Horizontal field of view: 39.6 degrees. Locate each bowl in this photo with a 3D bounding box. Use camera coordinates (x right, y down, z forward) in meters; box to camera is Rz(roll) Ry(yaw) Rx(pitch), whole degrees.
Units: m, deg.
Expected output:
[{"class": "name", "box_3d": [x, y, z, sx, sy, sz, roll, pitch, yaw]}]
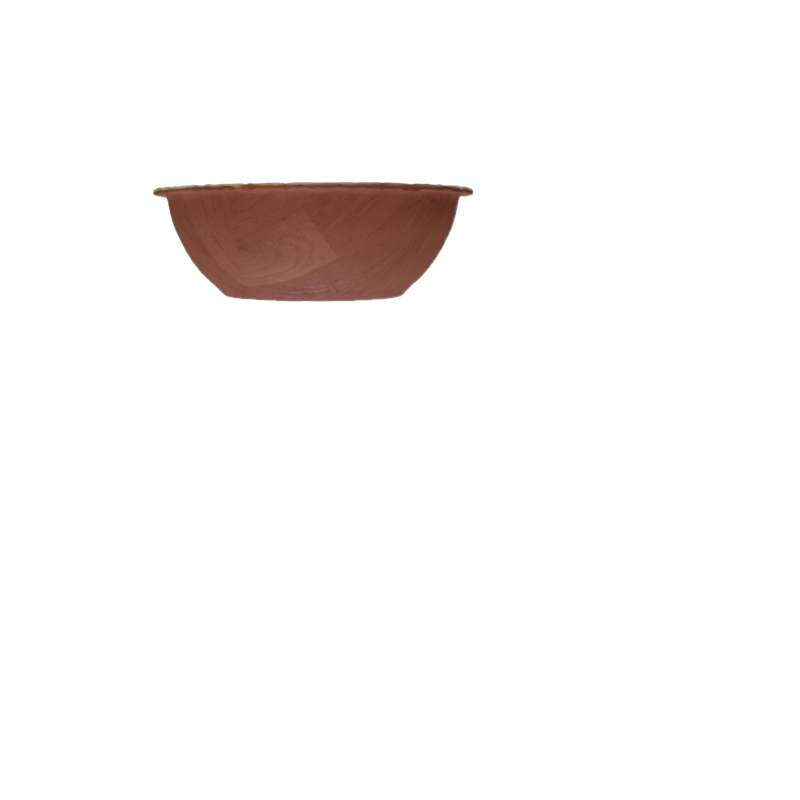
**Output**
[{"class": "bowl", "box_3d": [-0.044, -0.080, 0.563, 0.162, 0.054, 0.164, 0, 8, -2]}]
